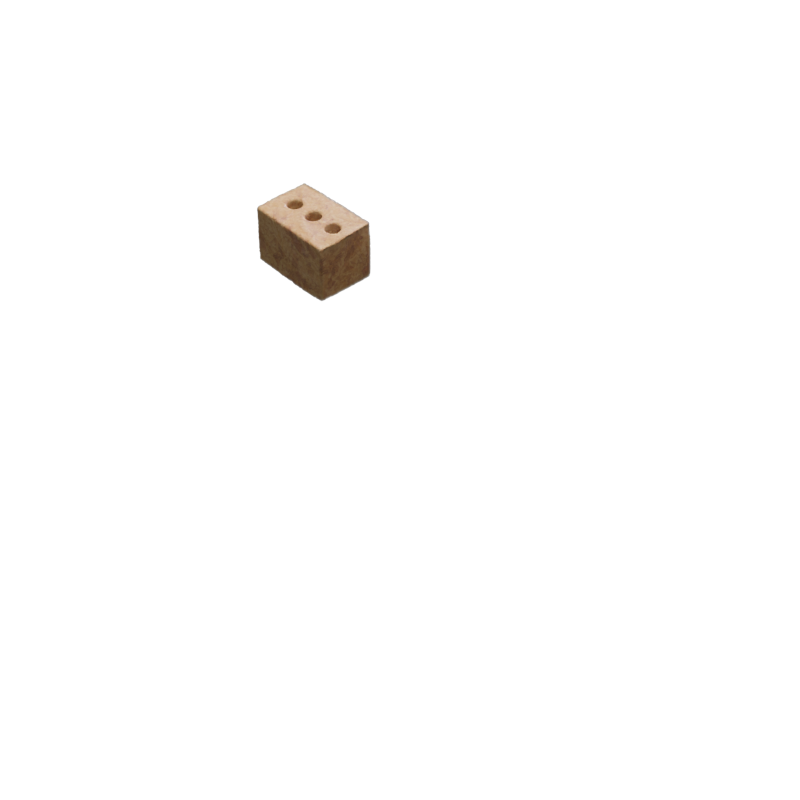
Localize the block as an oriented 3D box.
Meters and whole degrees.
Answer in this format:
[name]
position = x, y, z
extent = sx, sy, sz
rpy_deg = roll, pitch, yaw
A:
[block]
position = -0.068, -0.124, 0.868
extent = 0.053, 0.048, 0.083
rpy_deg = -31, 50, -32
